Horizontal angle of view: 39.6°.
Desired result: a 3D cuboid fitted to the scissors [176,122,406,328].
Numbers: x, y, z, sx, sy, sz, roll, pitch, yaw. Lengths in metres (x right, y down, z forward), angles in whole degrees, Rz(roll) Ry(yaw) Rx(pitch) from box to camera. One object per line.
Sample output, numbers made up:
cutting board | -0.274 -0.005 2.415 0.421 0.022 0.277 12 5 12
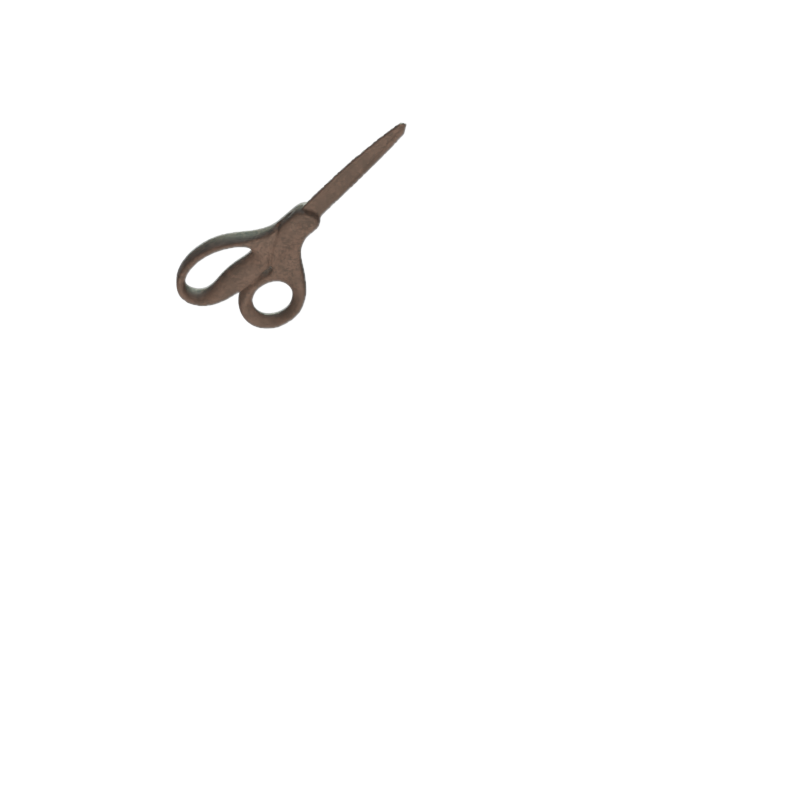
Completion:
scissors | -0.057 -0.103 0.723 0.202 0.017 0.089 -24 -47 24
